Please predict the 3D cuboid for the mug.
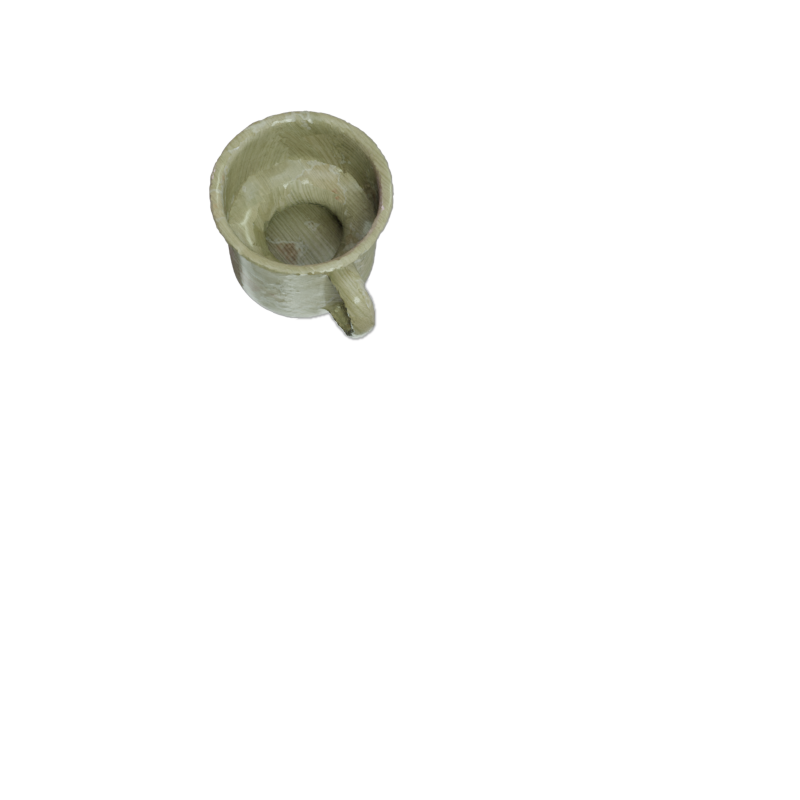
[{"bbox_3d":[-0.046,-0.084,0.588,0.093,0.123,0.077,-29,-18,-12],"label":"mug"}]
